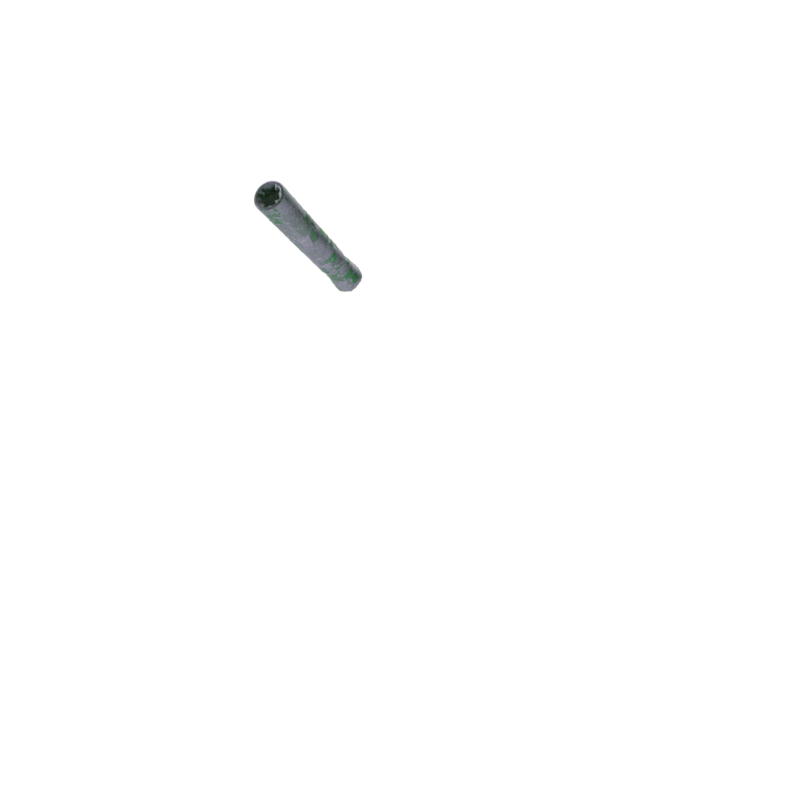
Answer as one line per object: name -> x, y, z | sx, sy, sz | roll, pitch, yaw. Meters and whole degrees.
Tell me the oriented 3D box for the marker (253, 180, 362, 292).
marker -> -0.051, -0.093, 0.651 | 0.020, 0.021, 0.113 | 2, -18, 23
